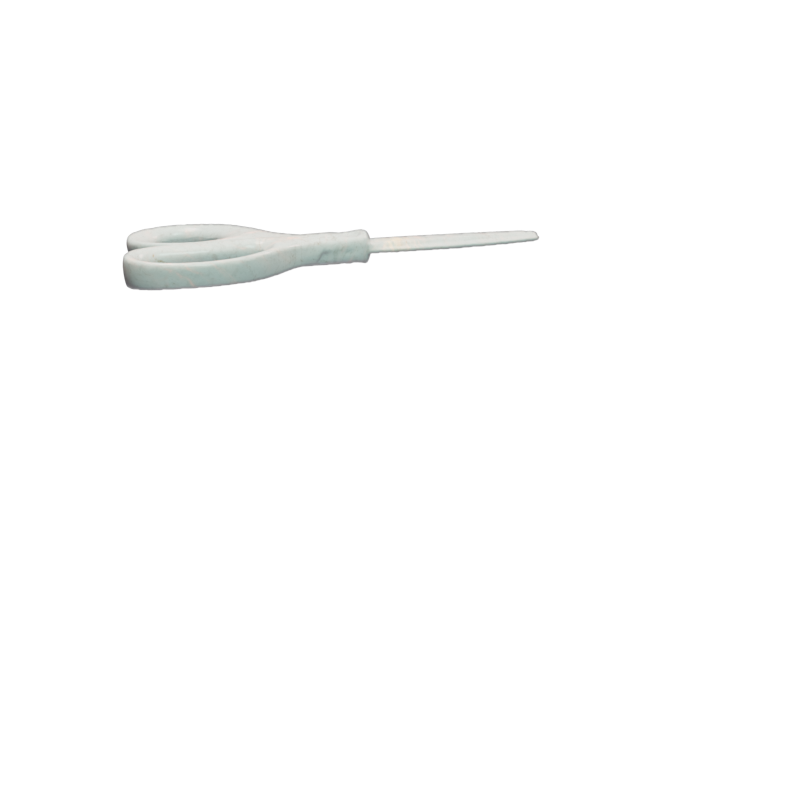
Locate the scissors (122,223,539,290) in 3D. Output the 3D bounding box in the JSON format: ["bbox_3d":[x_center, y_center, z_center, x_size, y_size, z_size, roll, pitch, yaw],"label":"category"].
[{"bbox_3d":[-0.041,-0.076,0.530,0.197,0.015,0.102,-12,22,-31],"label":"scissors"}]
